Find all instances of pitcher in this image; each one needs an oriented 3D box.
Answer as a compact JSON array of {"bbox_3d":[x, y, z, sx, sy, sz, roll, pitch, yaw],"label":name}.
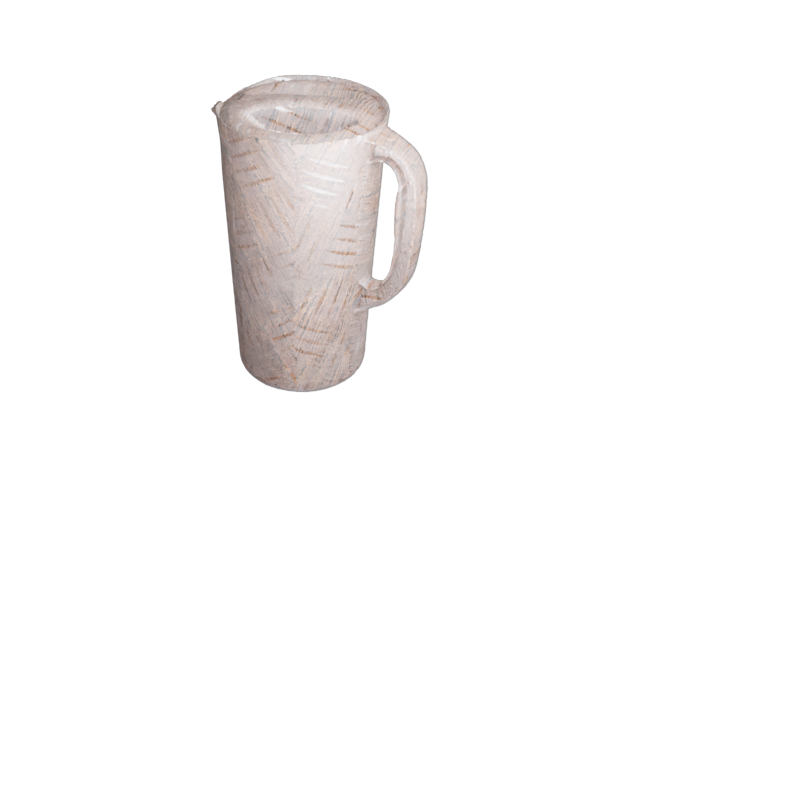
[{"bbox_3d":[-0.070,-0.127,0.891,0.143,0.228,0.161,-7,34,-14],"label":"pitcher"}]
